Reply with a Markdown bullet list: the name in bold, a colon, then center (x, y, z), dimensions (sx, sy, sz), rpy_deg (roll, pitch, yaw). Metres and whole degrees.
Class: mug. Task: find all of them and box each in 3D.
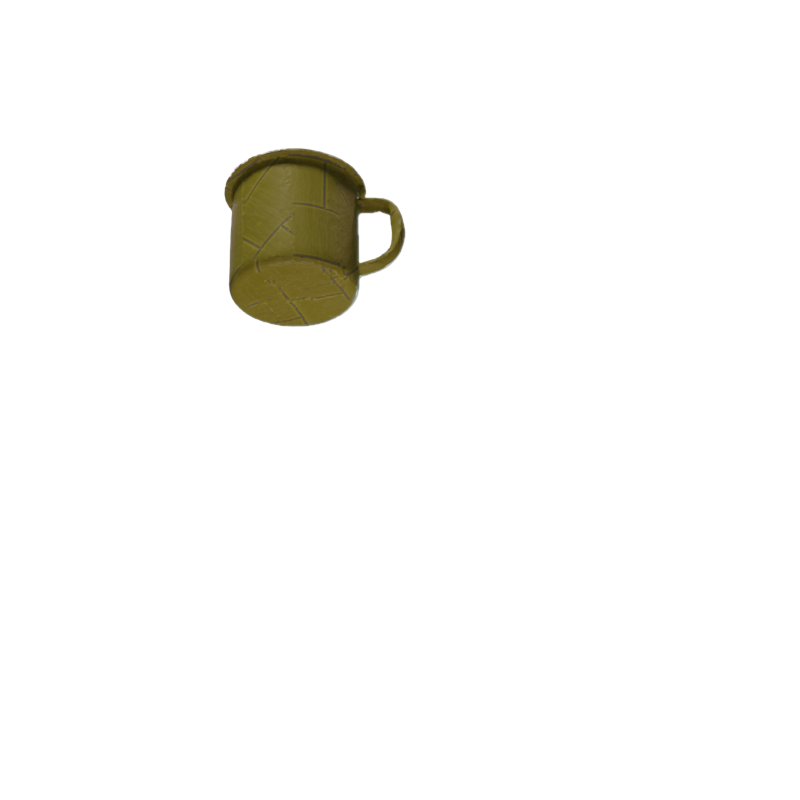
- **mug**: center (-0.055, -0.101, 0.705), dimensions (0.118, 0.087, 0.087), rpy_deg (-3, -31, 4)
